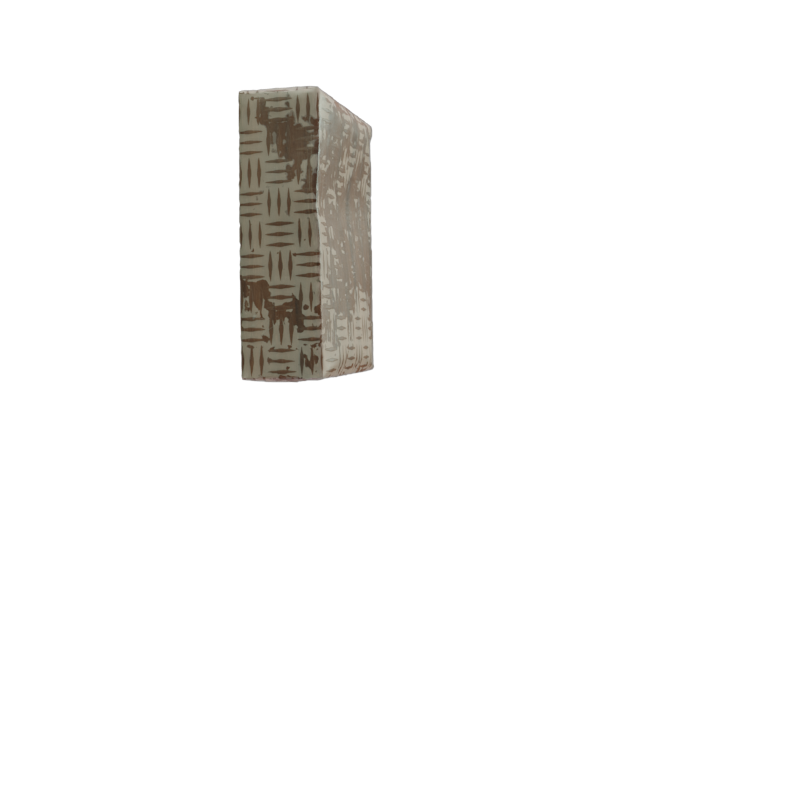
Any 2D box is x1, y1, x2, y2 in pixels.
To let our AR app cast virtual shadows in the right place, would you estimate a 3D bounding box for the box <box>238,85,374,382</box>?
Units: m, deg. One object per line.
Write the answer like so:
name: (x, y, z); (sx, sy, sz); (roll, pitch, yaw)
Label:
box: (-0.068, -0.125, 0.872); (0.073, 0.216, 0.160); (-1, -2, 13)
